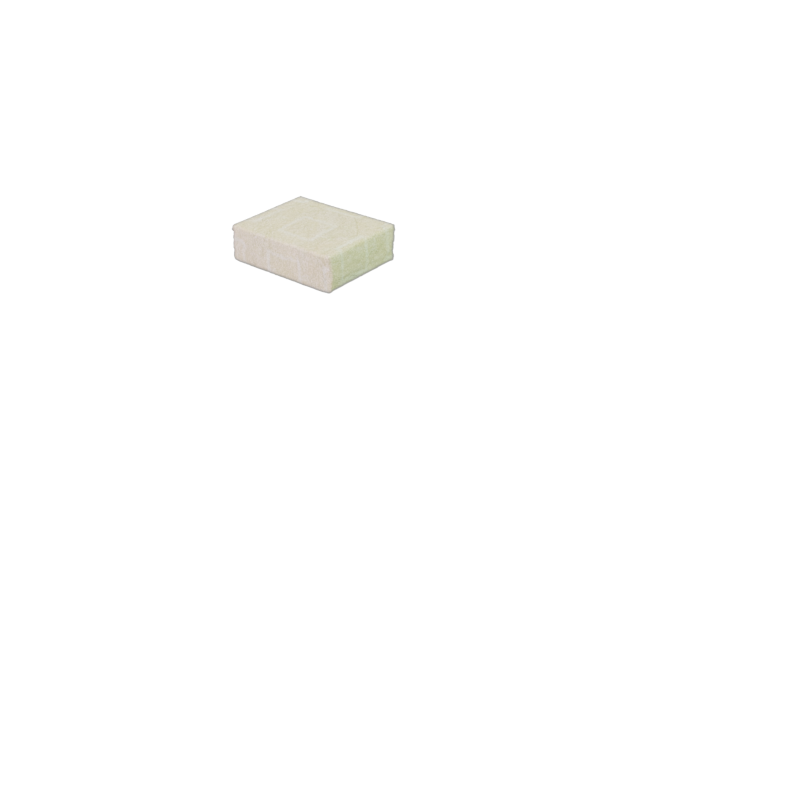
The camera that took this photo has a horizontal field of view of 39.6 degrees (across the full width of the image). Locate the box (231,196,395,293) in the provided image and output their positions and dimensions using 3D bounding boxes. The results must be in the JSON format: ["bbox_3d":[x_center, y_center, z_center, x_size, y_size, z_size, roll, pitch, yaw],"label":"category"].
[{"bbox_3d":[-0.075,-0.137,0.959,0.120,0.037,0.090,23,38,33],"label":"box"}]
